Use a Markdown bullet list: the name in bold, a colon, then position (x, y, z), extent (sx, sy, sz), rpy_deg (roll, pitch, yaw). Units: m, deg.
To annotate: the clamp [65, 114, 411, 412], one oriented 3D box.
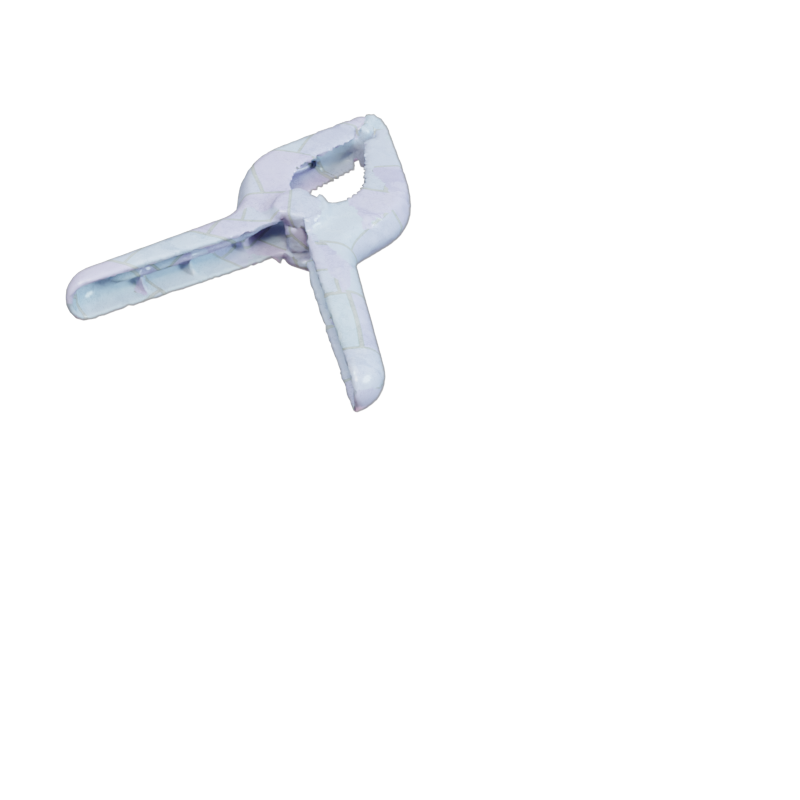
- **clamp**: position (-0.045, -0.082, 0.574), extent (0.172, 0.034, 0.215), rpy_deg (22, 47, 21)
